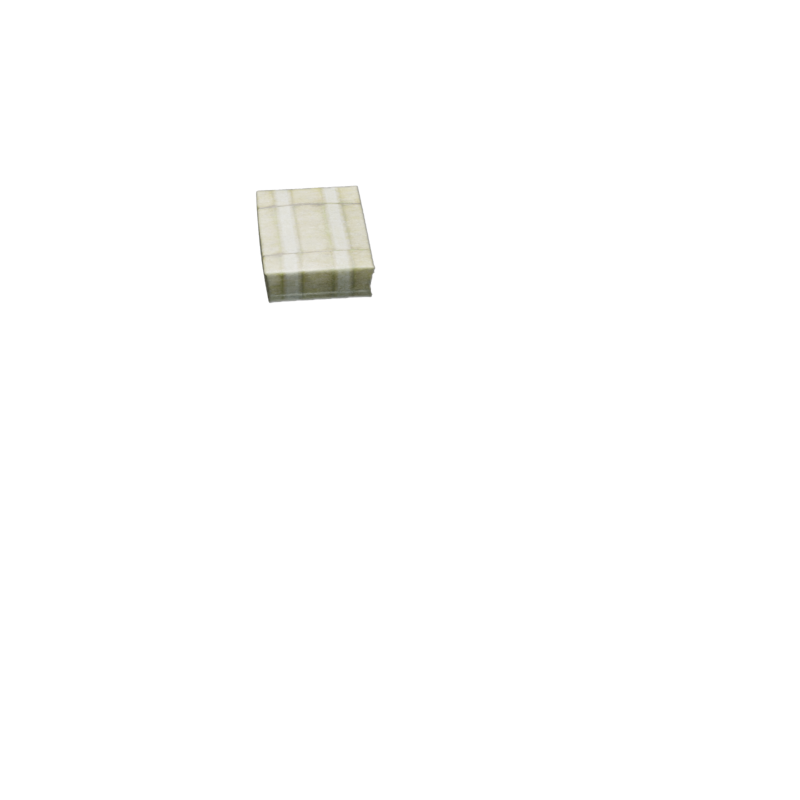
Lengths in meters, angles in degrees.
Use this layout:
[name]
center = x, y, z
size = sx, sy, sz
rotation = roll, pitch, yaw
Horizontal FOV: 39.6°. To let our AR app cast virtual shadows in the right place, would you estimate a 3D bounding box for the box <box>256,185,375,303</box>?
[box]
center = -0.073, -0.133, 0.934
size = 0.089, 0.122, 0.036
rotation = -5, -43, -6
